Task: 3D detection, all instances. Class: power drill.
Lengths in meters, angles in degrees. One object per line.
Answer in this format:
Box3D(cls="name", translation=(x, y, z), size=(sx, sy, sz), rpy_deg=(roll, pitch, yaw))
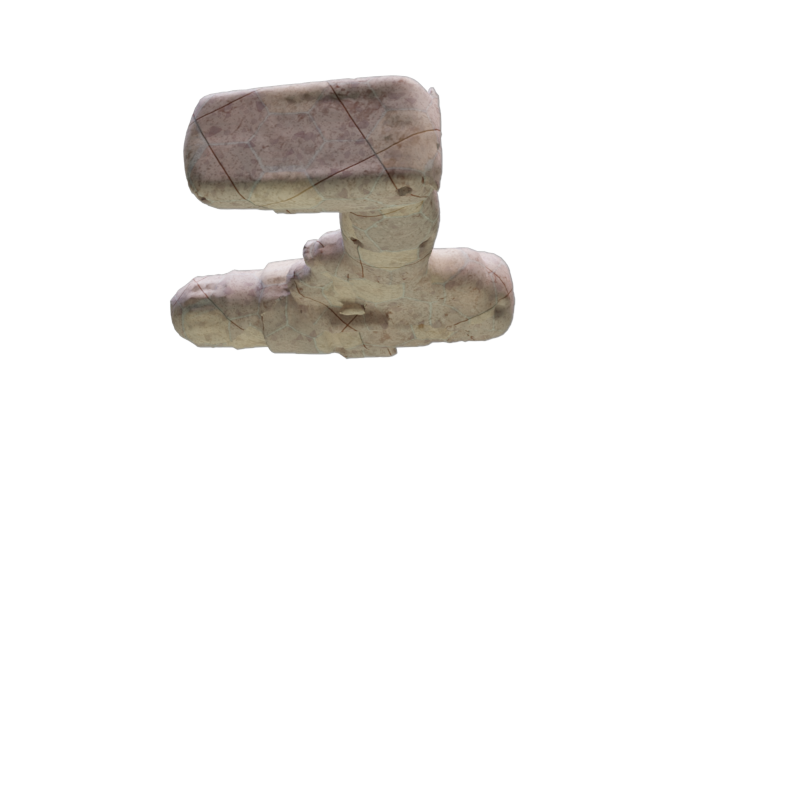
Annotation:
Box3D(cls="power drill", translation=(-0.042, -0.076, 0.531), size=(0.186, 0.061, 0.176), rpy_deg=(-4, -22, 9))
